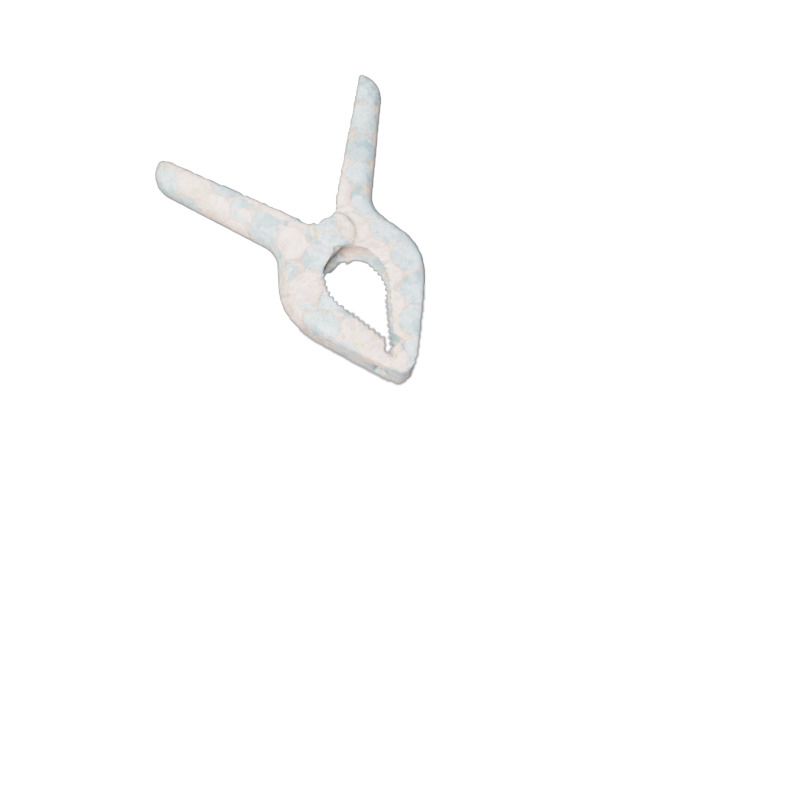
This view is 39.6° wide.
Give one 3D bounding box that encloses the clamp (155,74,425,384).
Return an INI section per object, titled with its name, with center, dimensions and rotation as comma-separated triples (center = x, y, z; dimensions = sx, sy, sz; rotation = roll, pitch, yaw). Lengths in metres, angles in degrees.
[clamp]
center = -0.056, -0.102, 0.717
dimensions = 0.164, 0.222, 0.035
rotation = -20, -21, -8
